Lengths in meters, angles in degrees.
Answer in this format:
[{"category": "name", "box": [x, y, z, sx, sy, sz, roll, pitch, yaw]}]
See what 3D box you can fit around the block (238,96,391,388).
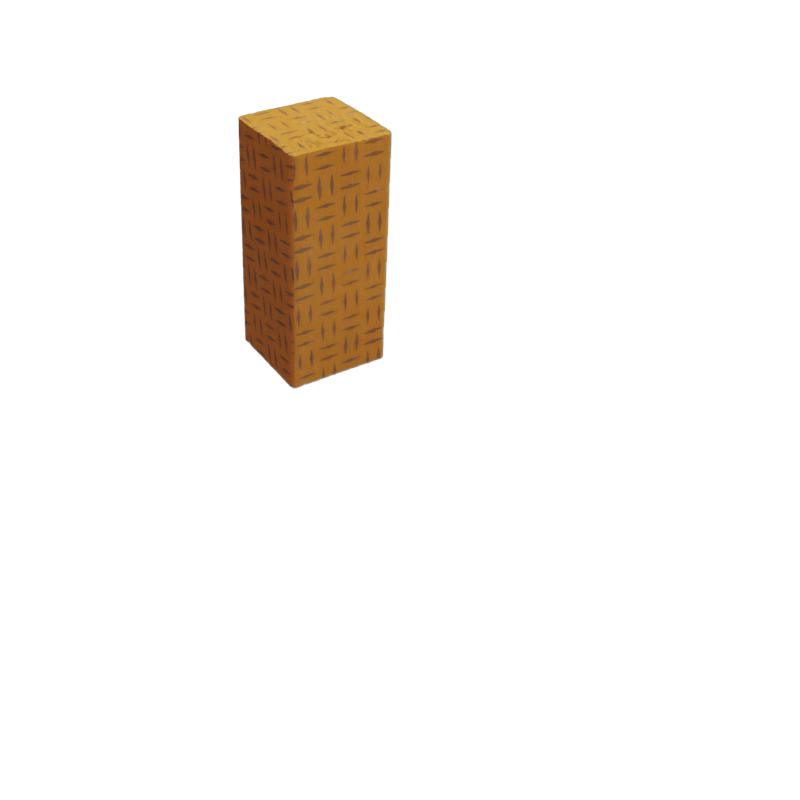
[{"category": "block", "box": [-0.070, -0.128, 0.897, 0.089, 0.194, 0.097, -18, 37, -29]}]
